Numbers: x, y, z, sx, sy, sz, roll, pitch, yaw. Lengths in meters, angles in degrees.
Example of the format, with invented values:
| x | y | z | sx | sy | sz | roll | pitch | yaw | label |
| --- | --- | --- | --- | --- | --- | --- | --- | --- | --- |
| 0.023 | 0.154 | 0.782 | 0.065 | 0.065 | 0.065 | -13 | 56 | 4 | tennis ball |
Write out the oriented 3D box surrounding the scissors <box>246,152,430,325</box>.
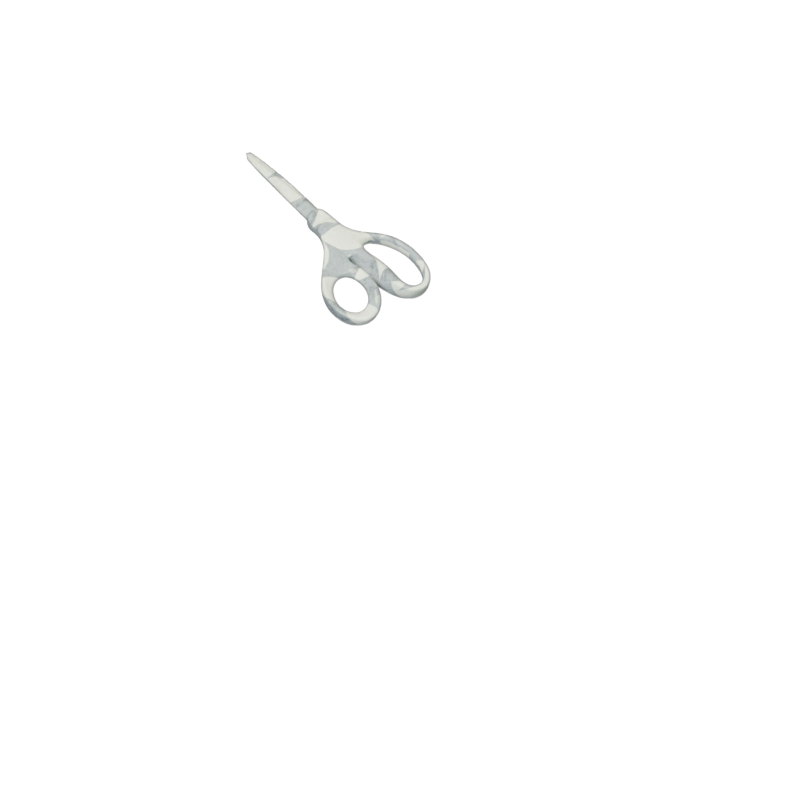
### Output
| x | y | z | sx | sy | sz | roll | pitch | yaw | label |
| --- | --- | --- | --- | --- | --- | --- | --- | --- | --- |
| -0.071 | -0.130 | 0.912 | 0.210 | 0.099 | 0.015 | 30 | -28 | 18 | scissors |
